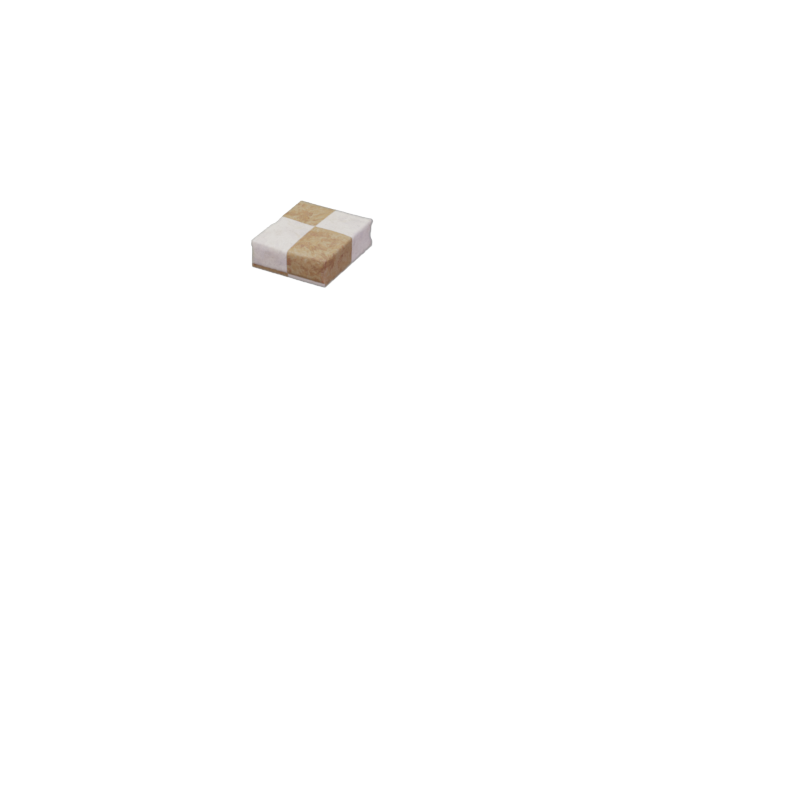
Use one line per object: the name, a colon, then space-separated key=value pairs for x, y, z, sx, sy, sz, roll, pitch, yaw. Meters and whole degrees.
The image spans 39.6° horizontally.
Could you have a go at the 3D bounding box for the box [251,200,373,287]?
box: x=-0.075 y=-0.137 z=0.957 sx=0.076 sy=0.028 sz=0.091 roll=17 pitch=38 yaw=22
